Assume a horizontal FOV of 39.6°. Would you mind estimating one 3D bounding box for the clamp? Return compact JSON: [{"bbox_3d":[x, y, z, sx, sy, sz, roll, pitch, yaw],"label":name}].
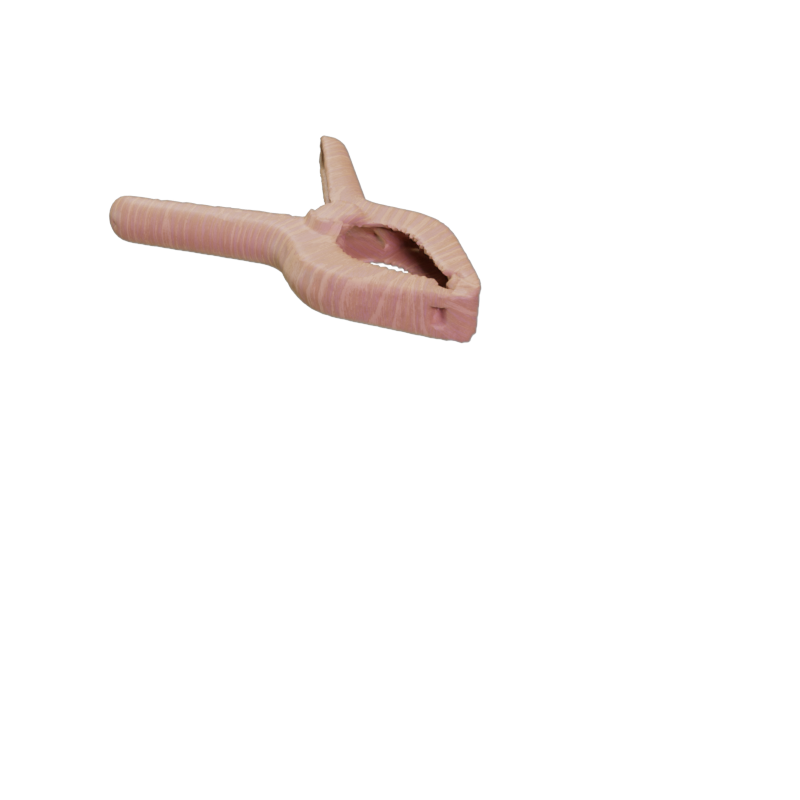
[{"bbox_3d":[-0.046,-0.084,0.590,0.162,0.034,0.226,-21,39,-28],"label":"clamp"}]
